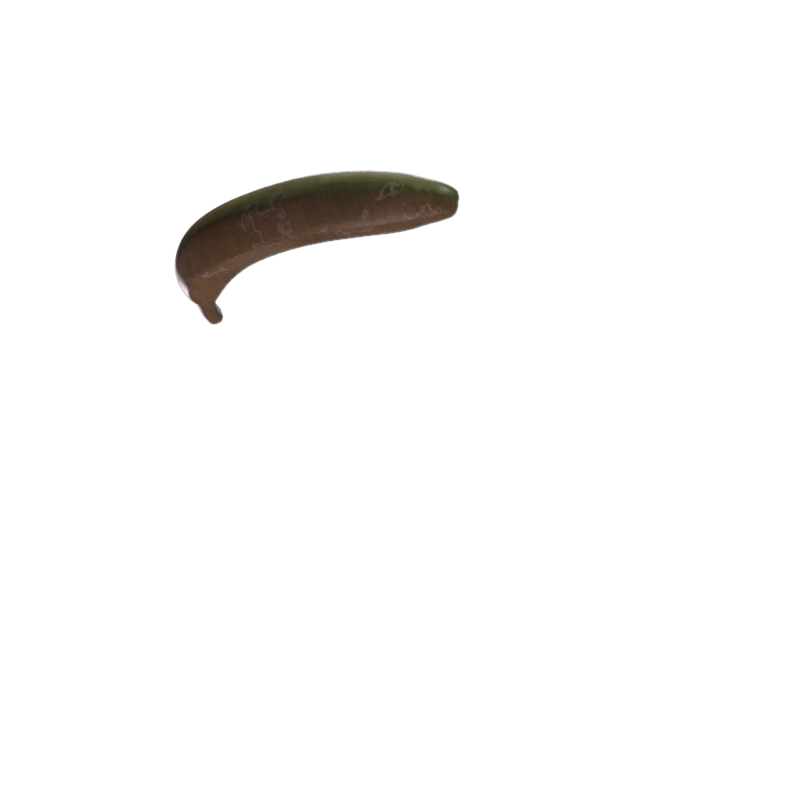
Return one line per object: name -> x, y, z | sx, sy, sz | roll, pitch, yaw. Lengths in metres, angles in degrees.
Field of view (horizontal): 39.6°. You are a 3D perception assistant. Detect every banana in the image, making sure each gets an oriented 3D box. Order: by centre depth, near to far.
banana -> -0.063, -0.091, 0.604 | 0.200, 0.039, 0.065 | -17, -26, 39
